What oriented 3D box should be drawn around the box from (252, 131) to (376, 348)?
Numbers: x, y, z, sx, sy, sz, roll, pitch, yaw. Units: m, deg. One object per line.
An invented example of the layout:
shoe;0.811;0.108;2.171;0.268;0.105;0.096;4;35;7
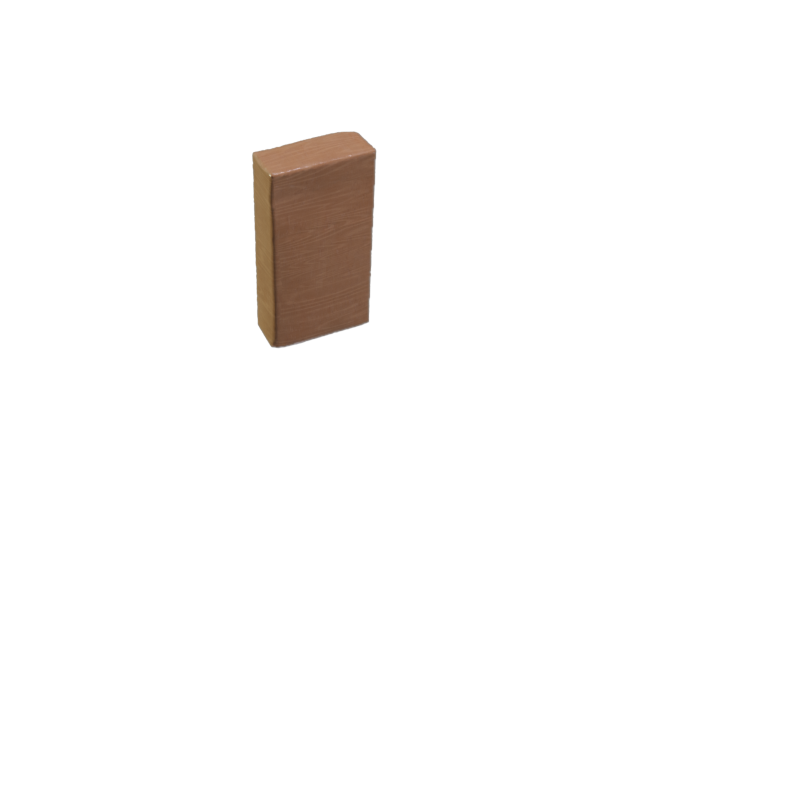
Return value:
box;-0.071;-0.130;0.911;0.092;0.165;0.052;-16;40;-23
